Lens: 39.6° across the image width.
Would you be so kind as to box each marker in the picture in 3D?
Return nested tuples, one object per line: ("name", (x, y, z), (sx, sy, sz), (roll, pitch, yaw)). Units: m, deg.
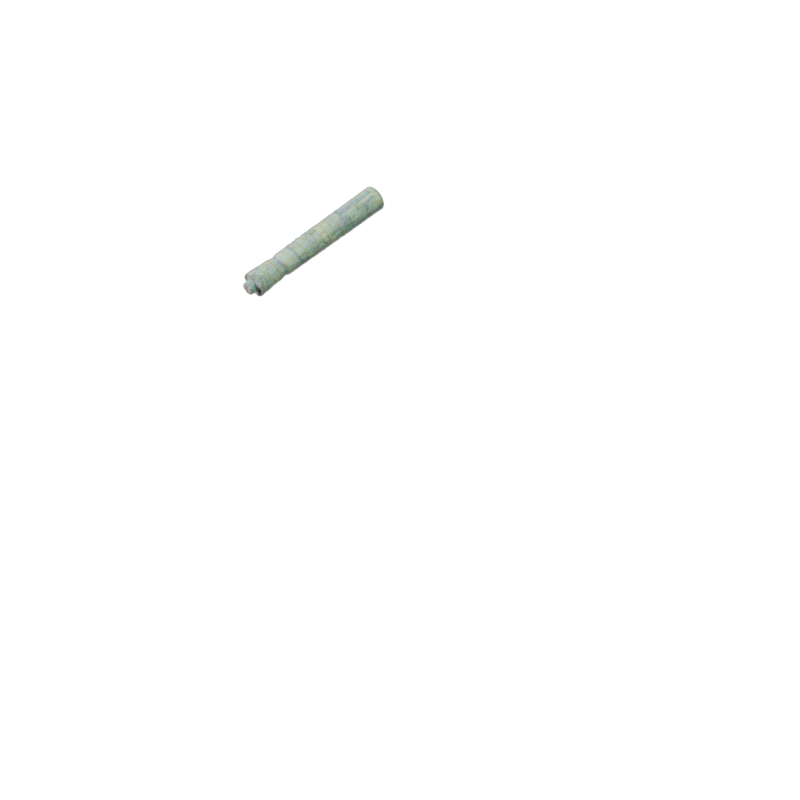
("marker", (-0.060, -0.110, 0.770), (0.122, 0.019, 0.020), (-40, 23, -24))
